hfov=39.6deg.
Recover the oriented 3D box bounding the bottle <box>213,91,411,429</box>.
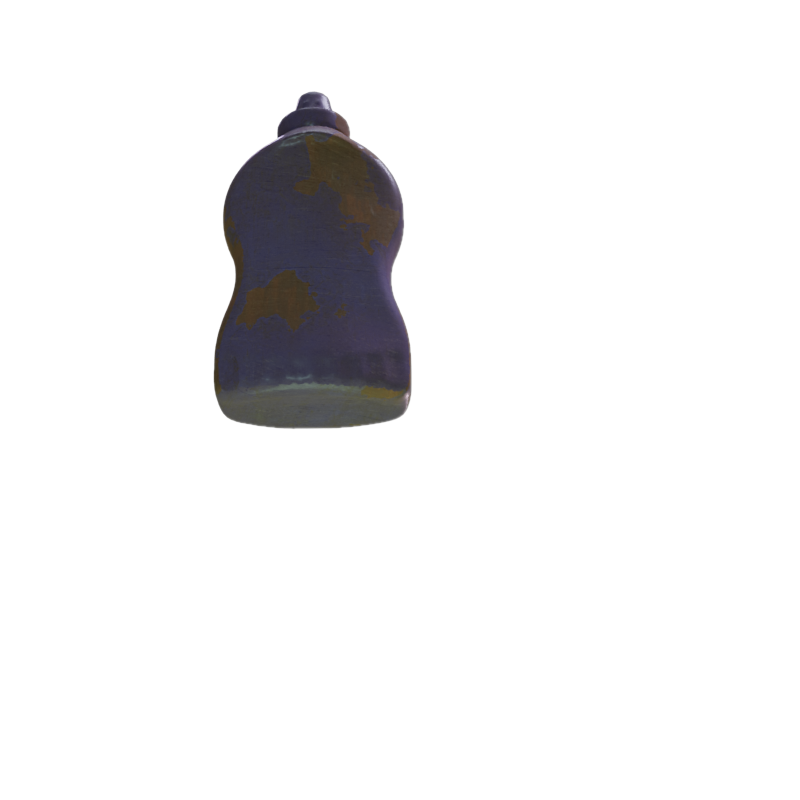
[{"bbox_3d":[-0.046,-0.083,0.585,0.096,0.204,0.055,-3,-29,2],"label":"bottle"}]
